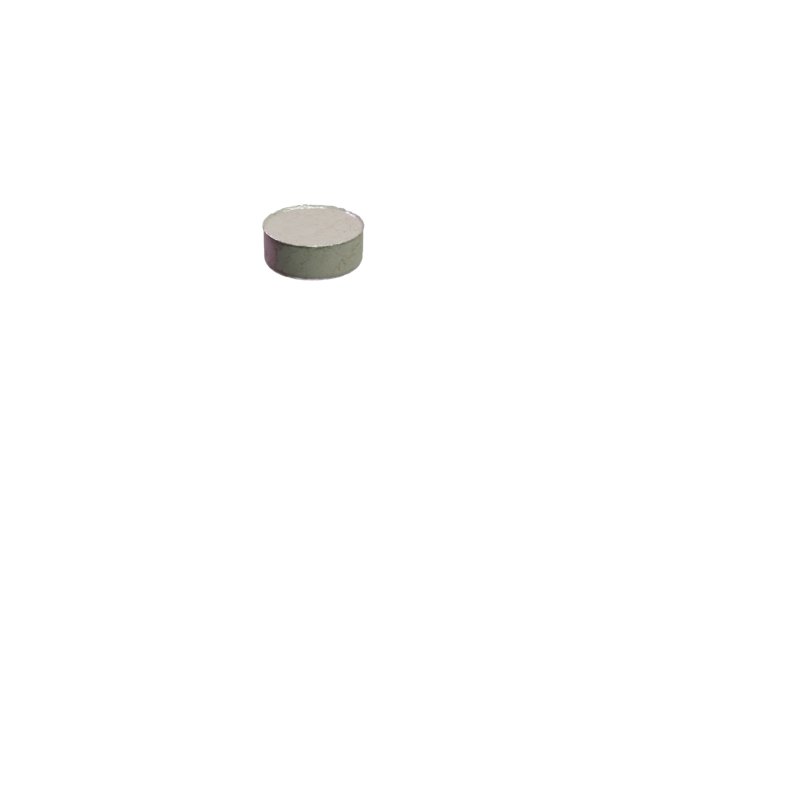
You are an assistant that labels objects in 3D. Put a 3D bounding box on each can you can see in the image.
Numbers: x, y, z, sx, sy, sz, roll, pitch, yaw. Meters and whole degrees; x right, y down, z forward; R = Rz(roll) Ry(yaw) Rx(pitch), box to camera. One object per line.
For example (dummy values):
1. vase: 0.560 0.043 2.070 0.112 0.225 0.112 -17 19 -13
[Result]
1. can: -0.074 -0.134 0.939 0.086 0.032 0.091 -1 31 -2
